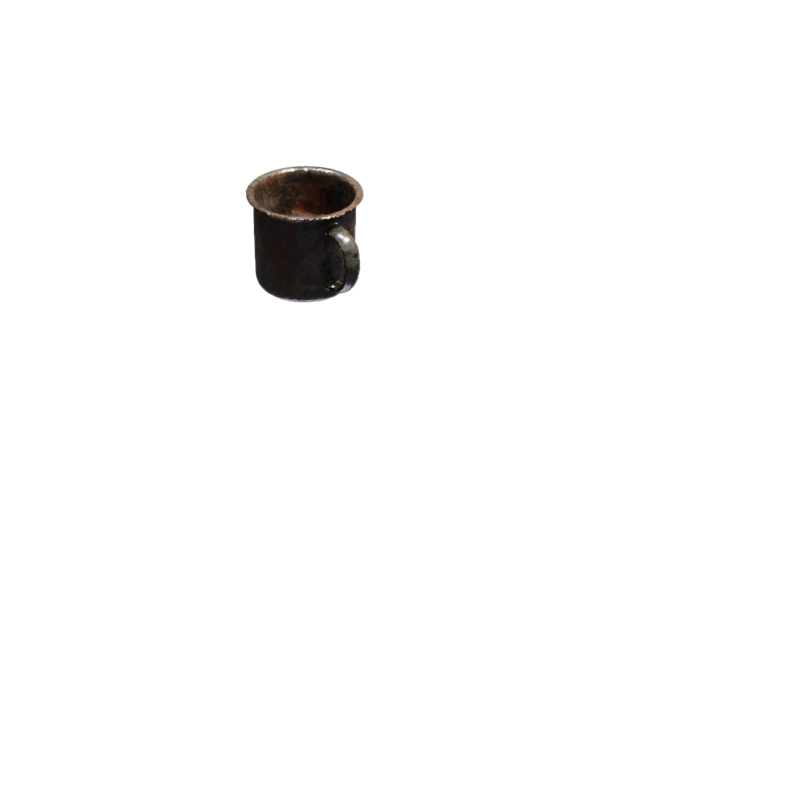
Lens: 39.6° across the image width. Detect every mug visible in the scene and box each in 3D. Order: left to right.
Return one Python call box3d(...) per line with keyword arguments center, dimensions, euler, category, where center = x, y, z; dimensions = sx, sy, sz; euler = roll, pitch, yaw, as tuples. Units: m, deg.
box3d(center=(-0.069, -0.126, 0.885), dimensions=(0.092, 0.076, 0.126), euler=(-22, 41, -31), category="mug")
